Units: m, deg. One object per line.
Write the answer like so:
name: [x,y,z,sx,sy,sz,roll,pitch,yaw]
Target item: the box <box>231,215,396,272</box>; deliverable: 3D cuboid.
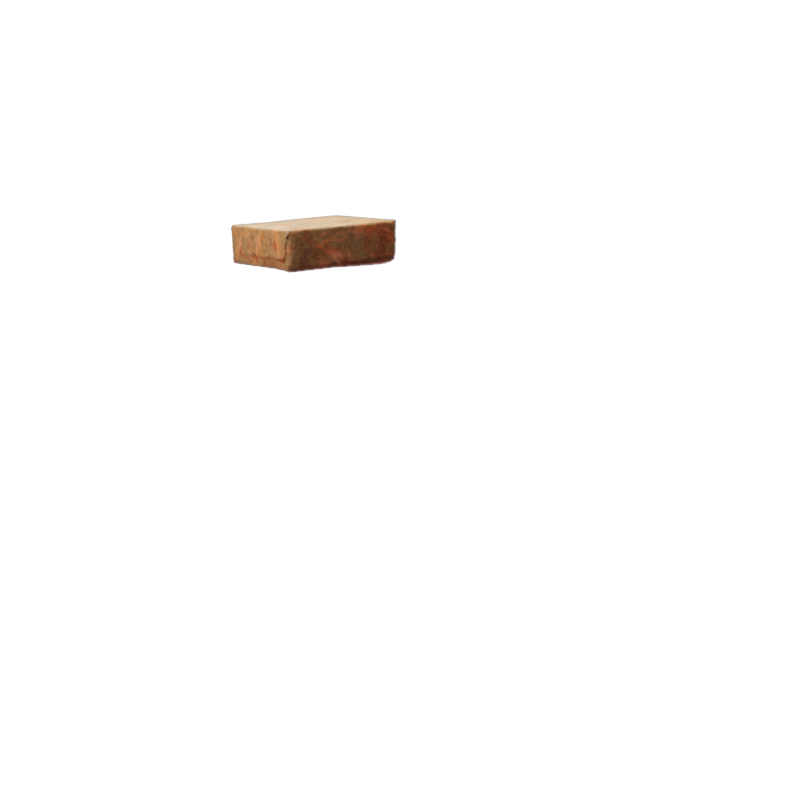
box: [-0.073,-0.134,0.939,0.110,0.038,0.094,-9,15,-35]
